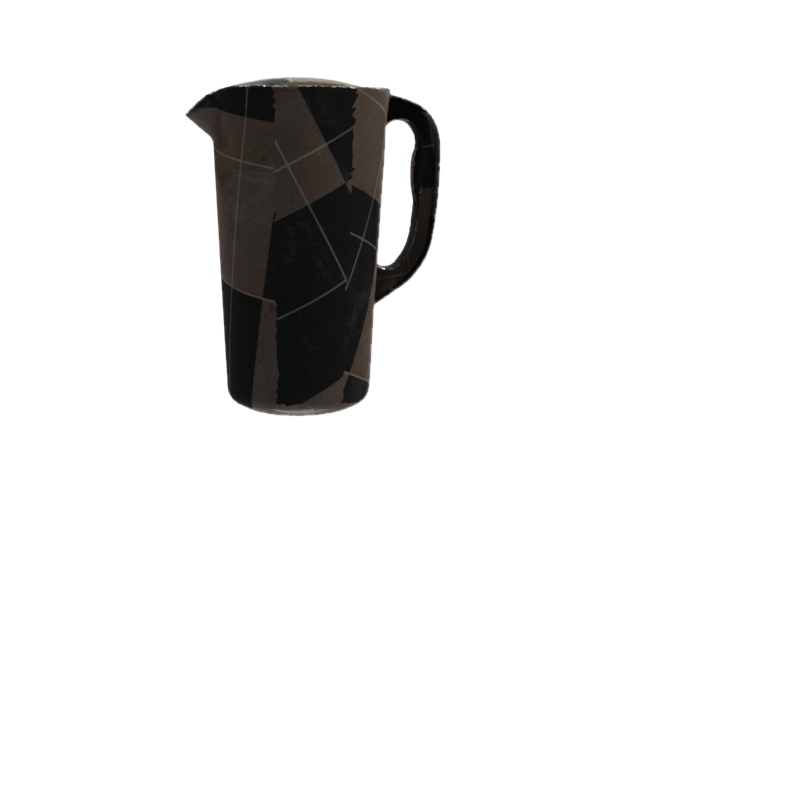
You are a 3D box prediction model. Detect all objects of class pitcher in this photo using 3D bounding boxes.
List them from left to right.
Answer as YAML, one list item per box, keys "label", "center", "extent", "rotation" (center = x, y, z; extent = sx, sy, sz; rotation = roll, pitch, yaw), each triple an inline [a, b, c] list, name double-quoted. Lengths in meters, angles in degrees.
- label: "pitcher"
  center: [-0.065, -0.119, 0.830]
  extent: [0.156, 0.238, 0.142]
  rotation: [6, 11, 32]
